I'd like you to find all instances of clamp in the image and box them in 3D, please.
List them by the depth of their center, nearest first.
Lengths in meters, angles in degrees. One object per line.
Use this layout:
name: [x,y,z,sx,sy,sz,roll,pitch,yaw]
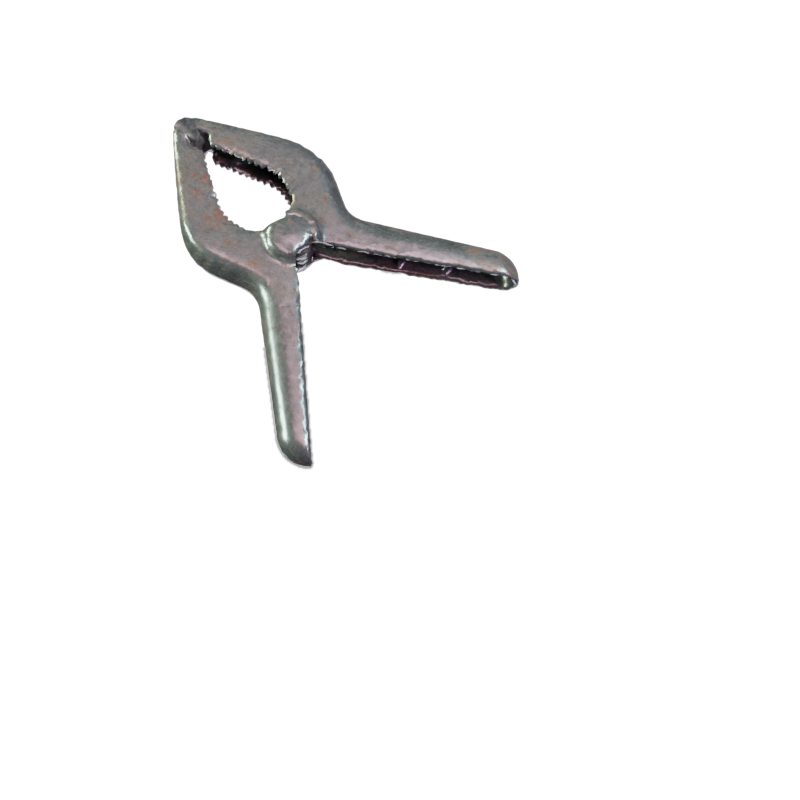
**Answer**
clamp: [-0.049,-0.089,0.626,0.165,0.221,0.034,-33,-20,-14]
